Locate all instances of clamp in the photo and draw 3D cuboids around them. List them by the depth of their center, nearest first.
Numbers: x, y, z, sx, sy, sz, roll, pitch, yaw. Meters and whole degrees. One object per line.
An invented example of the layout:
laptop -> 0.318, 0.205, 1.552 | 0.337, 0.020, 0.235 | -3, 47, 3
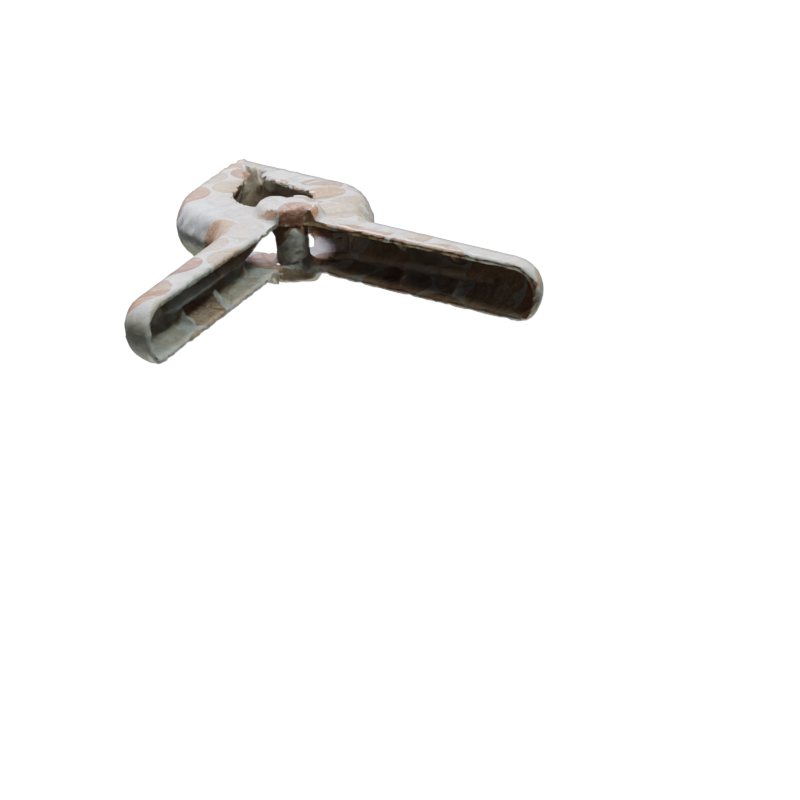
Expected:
clamp -> -0.040, -0.072, 0.505 | 0.163, 0.035, 0.222 | -4, 25, -9
